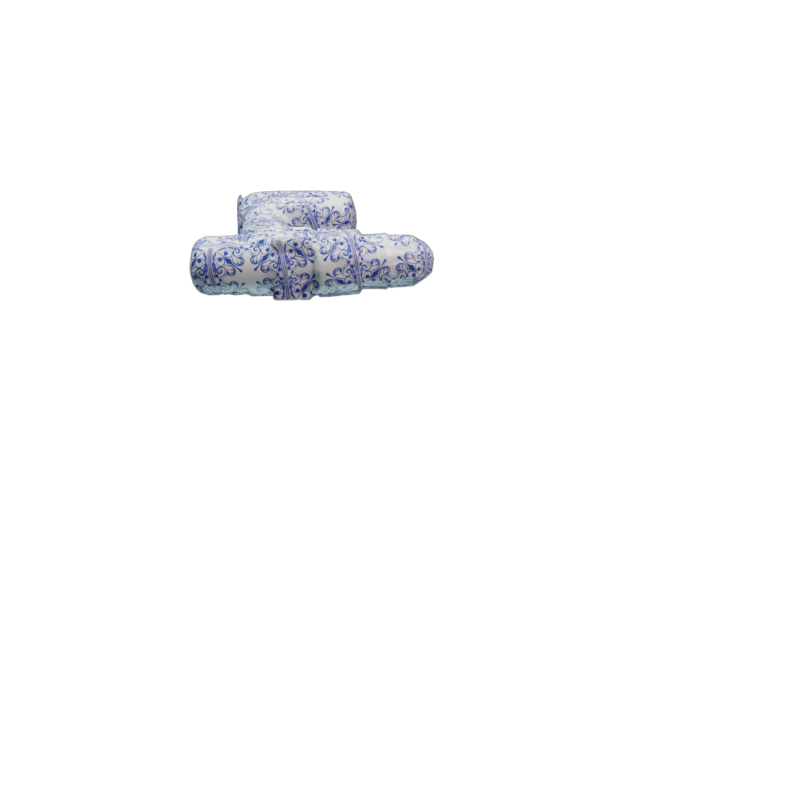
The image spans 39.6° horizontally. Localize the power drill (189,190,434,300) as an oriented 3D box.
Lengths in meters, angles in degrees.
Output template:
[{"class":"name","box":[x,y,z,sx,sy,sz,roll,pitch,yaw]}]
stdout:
[{"class":"power drill","box":[-0.071,-0.129,0.906,0.184,0.055,0.195,0,19,-1]}]
